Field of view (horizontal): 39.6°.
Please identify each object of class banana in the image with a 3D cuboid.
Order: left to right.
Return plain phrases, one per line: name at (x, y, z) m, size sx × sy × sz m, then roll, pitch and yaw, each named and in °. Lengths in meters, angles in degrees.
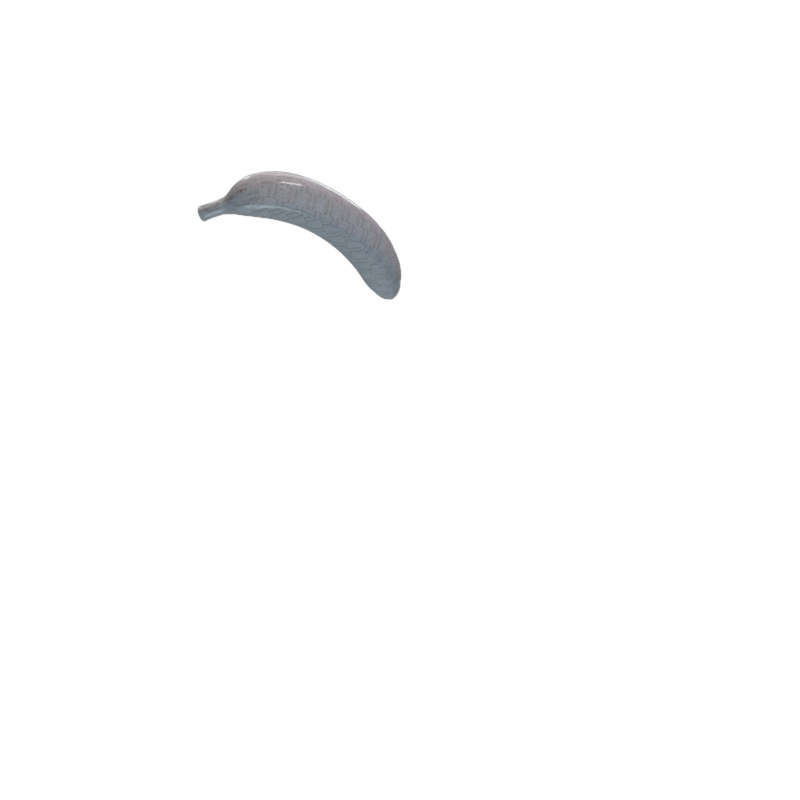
banana at (-0.060, -0.135, 0.871) m, size 0.187 × 0.039 × 0.069 m, roll 23°, pitch -39°, yaw -32°
